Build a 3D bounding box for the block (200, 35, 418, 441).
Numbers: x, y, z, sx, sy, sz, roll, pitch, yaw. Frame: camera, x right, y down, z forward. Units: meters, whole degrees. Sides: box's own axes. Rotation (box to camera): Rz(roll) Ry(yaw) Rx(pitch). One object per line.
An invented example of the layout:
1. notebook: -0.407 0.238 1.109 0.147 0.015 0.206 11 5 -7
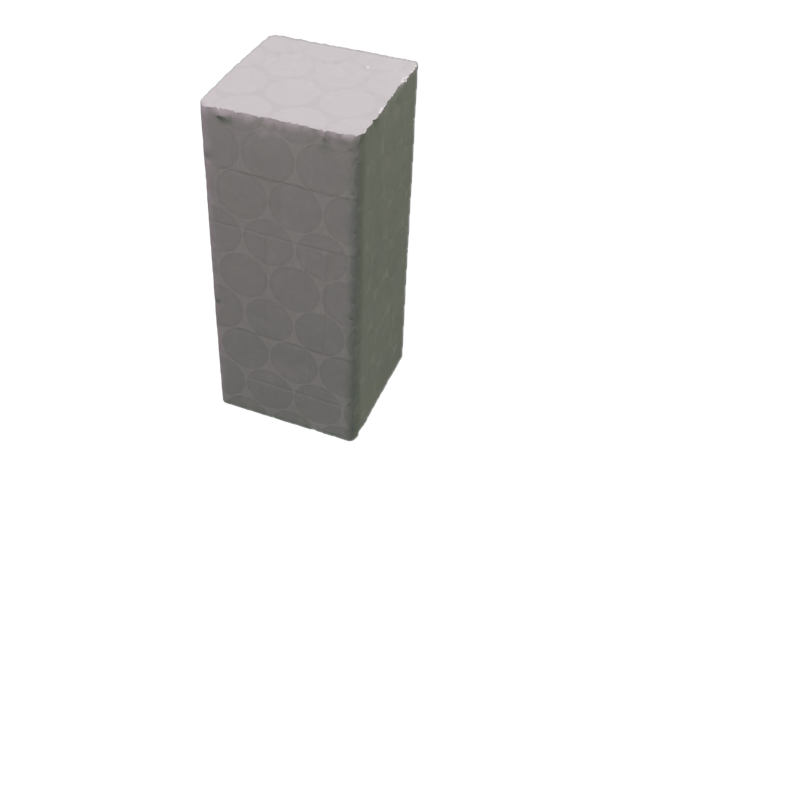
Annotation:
1. block: -0.050 -0.090 0.632 0.094 0.192 0.094 16 41 15
